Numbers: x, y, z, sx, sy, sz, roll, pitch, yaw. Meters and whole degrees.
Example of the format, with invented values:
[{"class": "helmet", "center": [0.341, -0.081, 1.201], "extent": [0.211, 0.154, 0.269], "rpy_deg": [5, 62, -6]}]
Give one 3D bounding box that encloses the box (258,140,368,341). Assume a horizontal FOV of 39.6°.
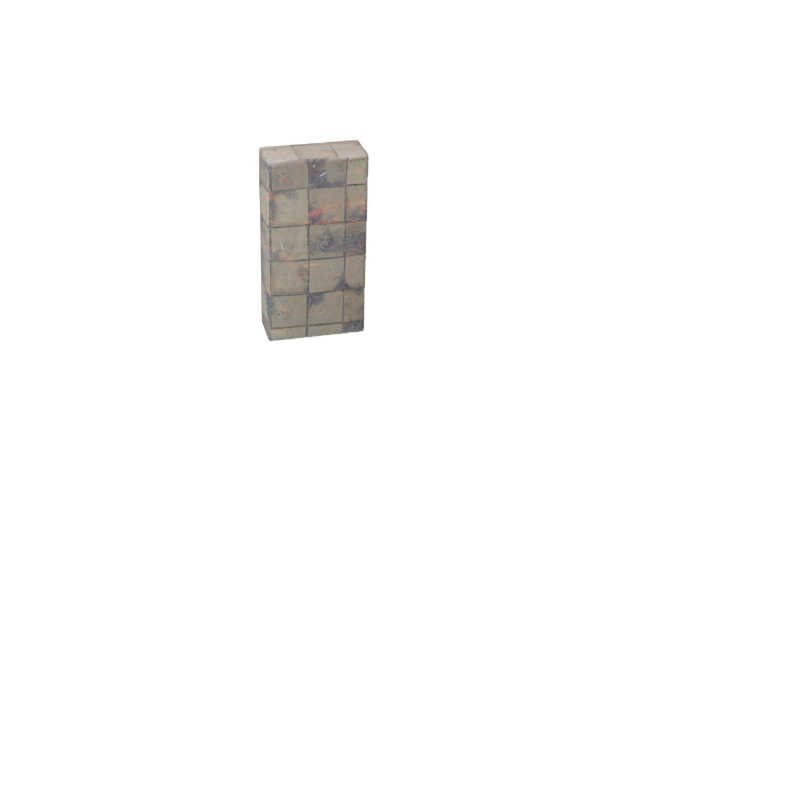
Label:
[{"class": "box", "center": [-0.078, -0.142, 0.996], "extent": [0.092, 0.166, 0.052], "rpy_deg": [-6, 31, -13]}]
